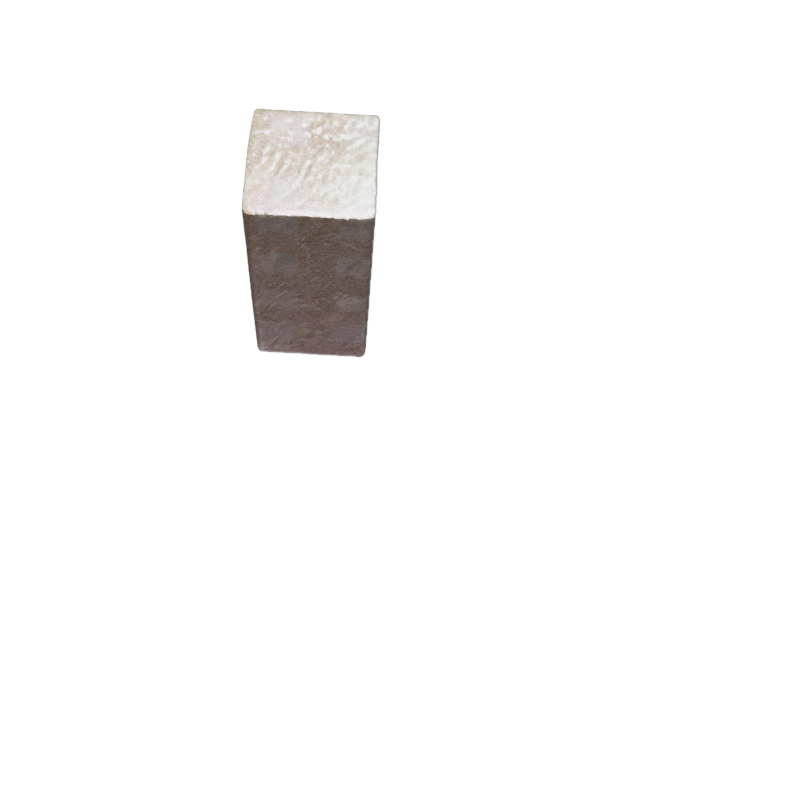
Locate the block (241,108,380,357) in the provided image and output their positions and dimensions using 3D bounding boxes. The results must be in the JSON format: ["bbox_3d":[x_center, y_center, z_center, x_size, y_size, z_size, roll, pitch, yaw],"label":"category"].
[{"bbox_3d":[-0.066,-0.118,0.833,0.091,0.096,0.194,4,-27,-2],"label":"block"}]
